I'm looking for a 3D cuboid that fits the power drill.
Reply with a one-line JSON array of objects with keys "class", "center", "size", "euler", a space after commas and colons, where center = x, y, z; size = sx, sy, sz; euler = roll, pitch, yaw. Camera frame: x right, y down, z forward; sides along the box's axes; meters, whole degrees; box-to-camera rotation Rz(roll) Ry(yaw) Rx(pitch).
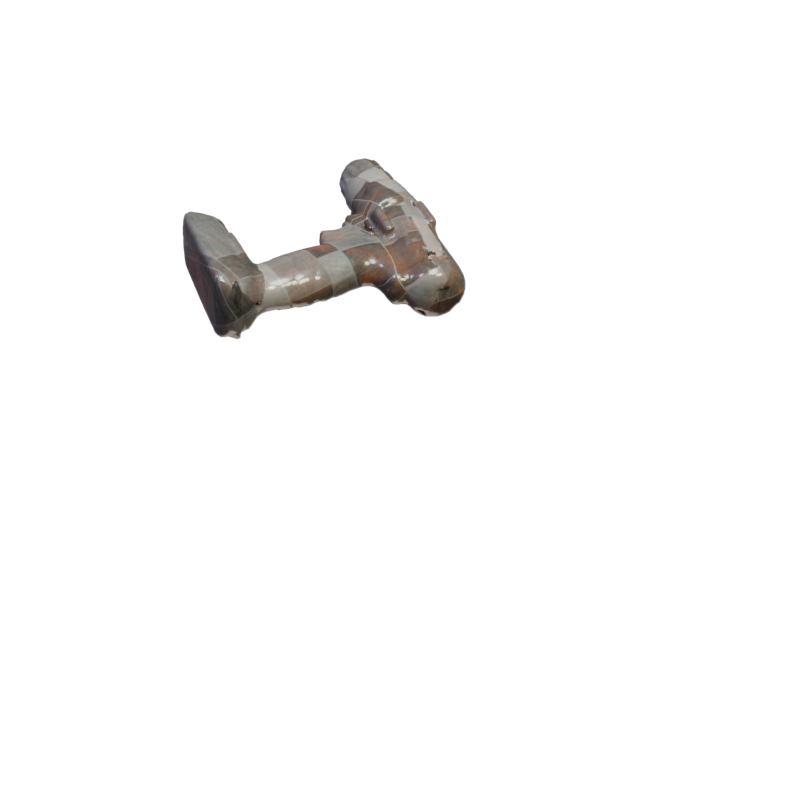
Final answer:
[{"class": "power drill", "center": [-0.066, -0.120, 0.840], "size": [0.185, 0.054, 0.200], "euler": [-13, 41, -16]}]
